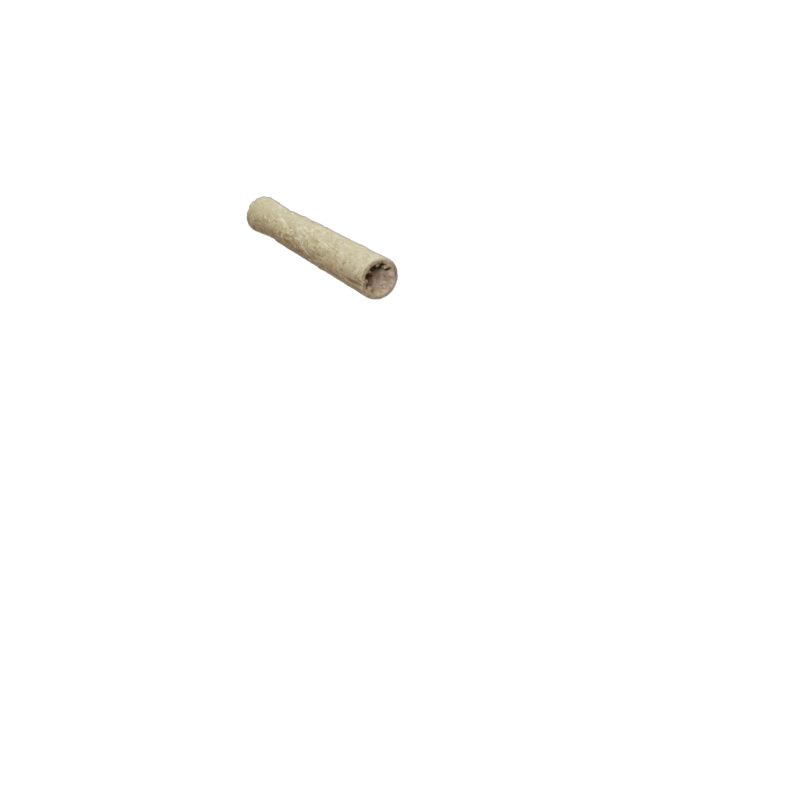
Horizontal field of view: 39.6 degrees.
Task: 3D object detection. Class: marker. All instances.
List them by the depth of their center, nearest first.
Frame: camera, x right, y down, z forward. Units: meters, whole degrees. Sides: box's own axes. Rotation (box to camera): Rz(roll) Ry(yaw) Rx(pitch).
[{"bbox_3d":[-0.040,-0.074,0.516,0.019,0.019,0.129,-2,22,-31],"label":"marker"}]
